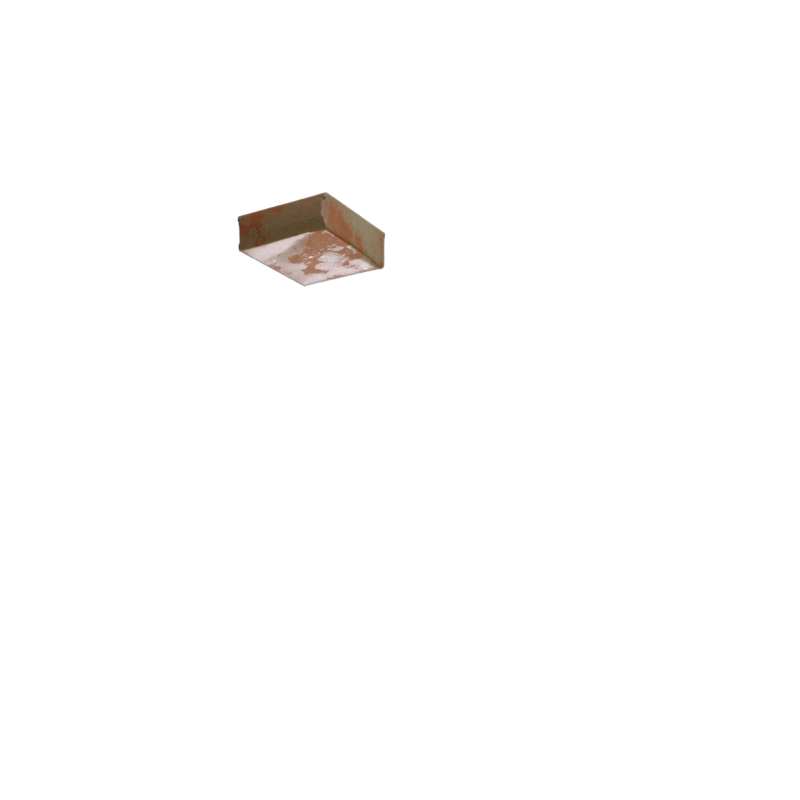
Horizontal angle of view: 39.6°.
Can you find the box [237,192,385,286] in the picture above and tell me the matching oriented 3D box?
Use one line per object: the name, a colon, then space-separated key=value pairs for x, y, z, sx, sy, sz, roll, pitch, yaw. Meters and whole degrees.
box: x=-0.077 y=-0.140 z=0.979 sx=0.092 sy=0.041 sz=0.106 roll=-9 pitch=-19 yaw=27
